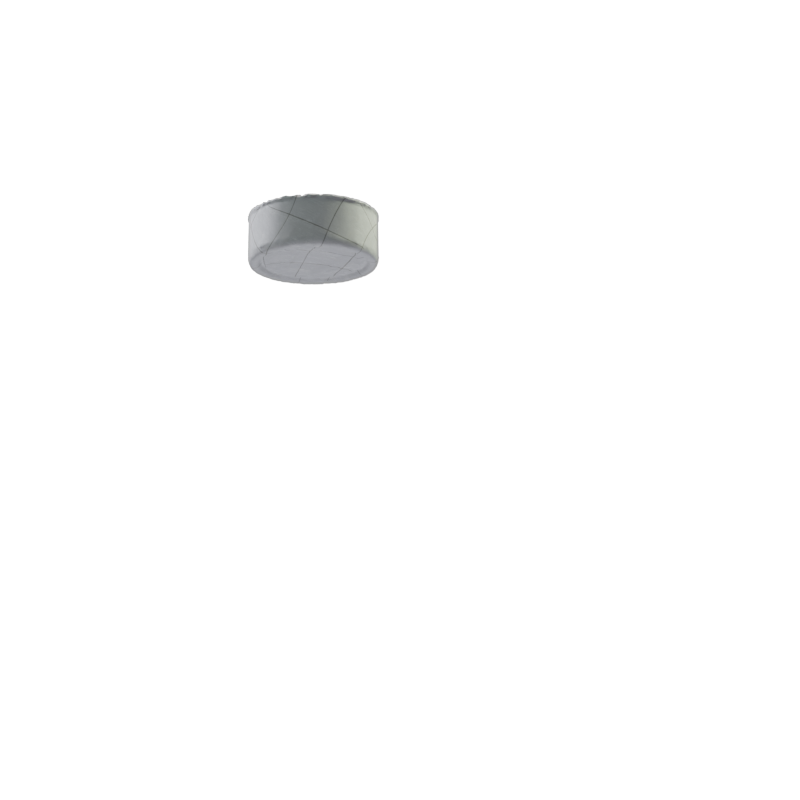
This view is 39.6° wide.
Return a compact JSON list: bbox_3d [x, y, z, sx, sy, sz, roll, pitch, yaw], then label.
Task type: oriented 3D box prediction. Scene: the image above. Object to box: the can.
[{"bbox_3d":[-0.056,-0.103,0.719,0.086,0.035,0.083,0,-13,-2],"label":"can"}]
